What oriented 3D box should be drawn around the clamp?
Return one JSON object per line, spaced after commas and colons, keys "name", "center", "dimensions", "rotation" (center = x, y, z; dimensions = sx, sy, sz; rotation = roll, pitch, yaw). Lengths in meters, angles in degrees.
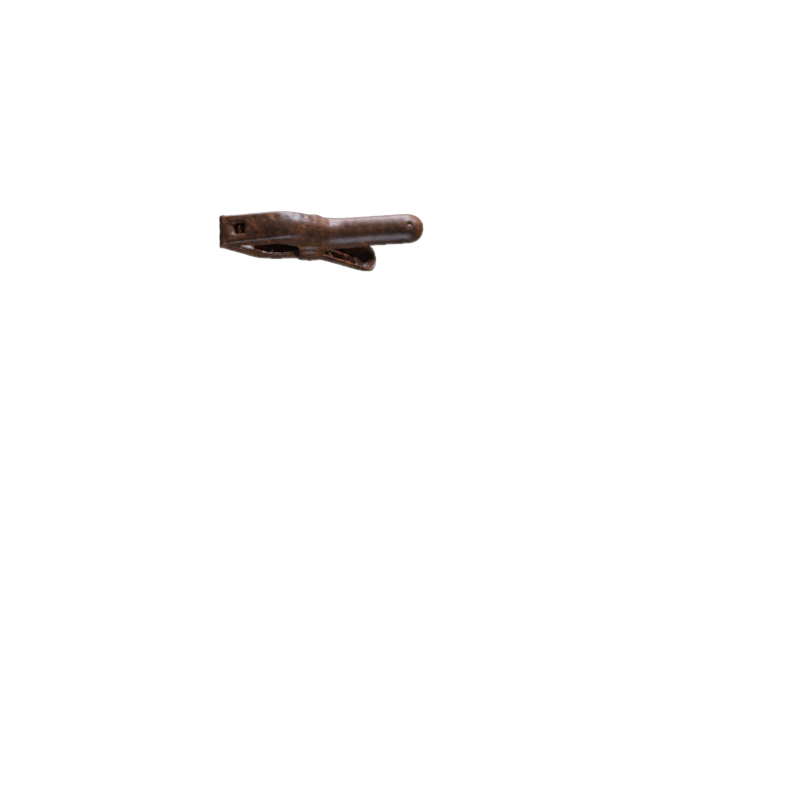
{"name": "clamp", "center": [-0.076, -0.139, 0.974], "dimensions": [0.169, 0.041, 0.117], "rotation": [3, -16, -11]}
